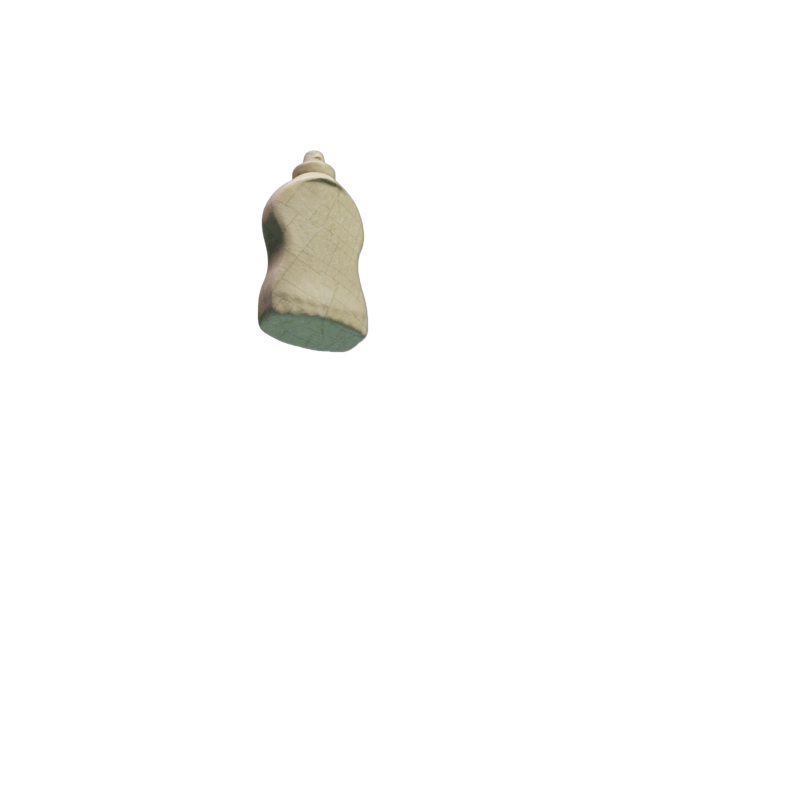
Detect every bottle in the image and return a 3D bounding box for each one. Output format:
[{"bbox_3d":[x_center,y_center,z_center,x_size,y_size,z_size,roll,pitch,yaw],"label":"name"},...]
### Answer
[{"bbox_3d":[-0.078,-0.143,0.997,0.092,0.204,0.057,13,-33,-25],"label":"bottle"}]
